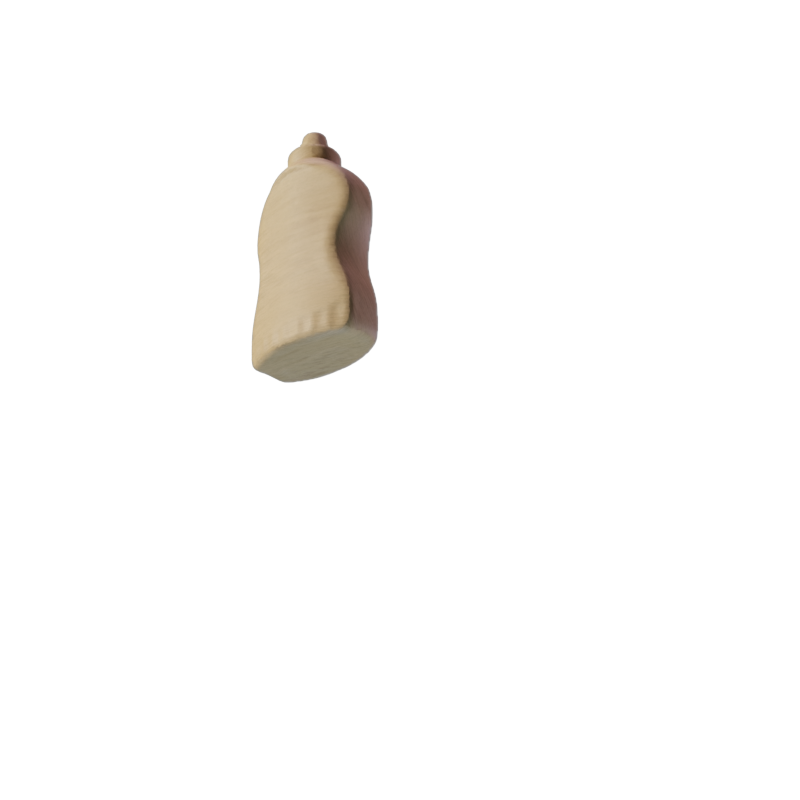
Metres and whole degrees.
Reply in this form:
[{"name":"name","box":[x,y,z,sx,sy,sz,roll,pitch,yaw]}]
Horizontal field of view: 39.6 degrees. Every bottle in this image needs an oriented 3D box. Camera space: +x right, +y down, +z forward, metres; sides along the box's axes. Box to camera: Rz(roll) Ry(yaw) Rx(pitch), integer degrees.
[{"name":"bottle","box":[-0.063,-0.115,0.805,0.096,0.204,0.055,-27,-38,36]}]
